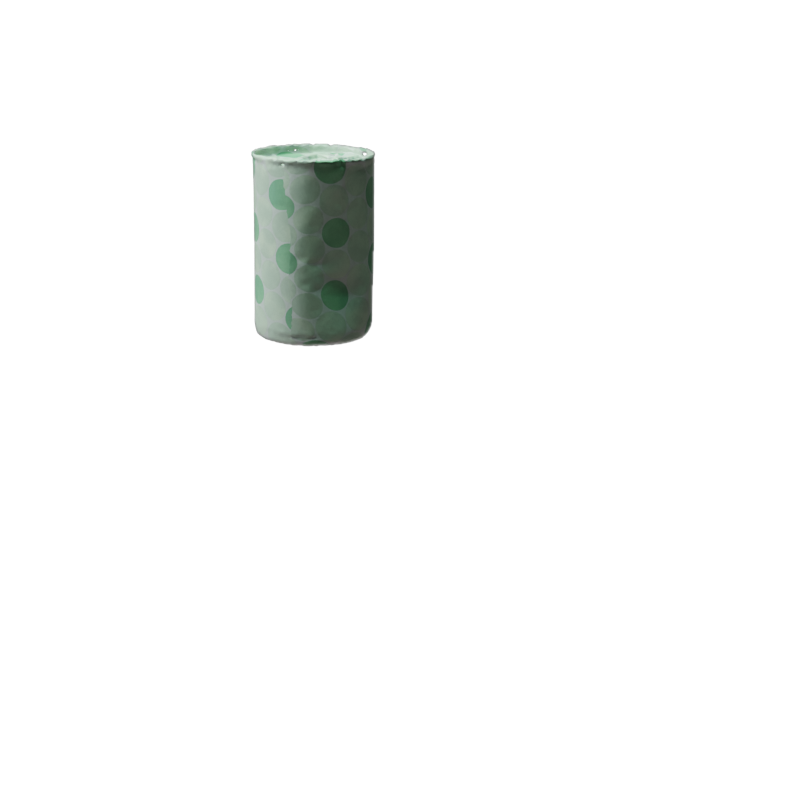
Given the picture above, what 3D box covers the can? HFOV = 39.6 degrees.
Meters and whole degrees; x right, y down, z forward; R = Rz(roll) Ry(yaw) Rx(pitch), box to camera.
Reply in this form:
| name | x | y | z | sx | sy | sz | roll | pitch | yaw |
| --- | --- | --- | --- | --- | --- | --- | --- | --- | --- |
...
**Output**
| name | x | y | z | sx | sy | sz | roll | pitch | yaw |
| --- | --- | --- | --- | --- | --- | --- | --- | --- | --- |
| can | -0.048 | -0.088 | 0.618 | 0.068 | 0.099 | 0.071 | 0 | 15 | -2 |
